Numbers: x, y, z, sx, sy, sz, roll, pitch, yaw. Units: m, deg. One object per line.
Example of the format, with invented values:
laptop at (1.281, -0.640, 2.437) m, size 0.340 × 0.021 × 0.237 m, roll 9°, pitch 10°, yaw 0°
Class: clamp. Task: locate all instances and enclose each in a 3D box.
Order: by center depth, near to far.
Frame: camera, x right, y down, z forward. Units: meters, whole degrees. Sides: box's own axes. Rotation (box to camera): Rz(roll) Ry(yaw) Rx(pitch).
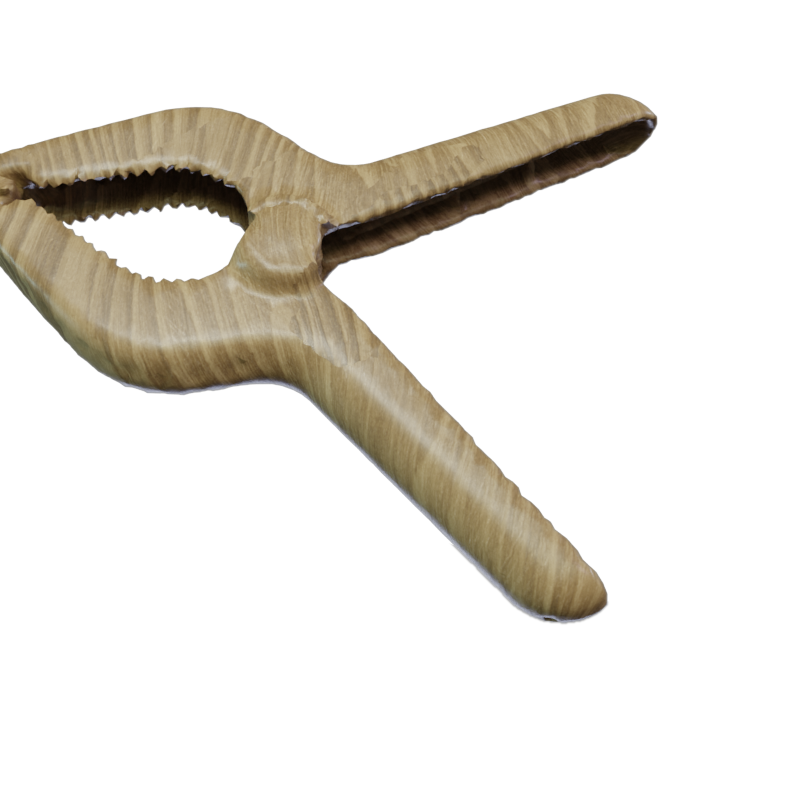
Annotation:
clamp at (-0.026, -0.047, 0.331) m, size 0.214 × 0.172 × 0.034 m, roll 17°, pitch -29°, yaw 10°
